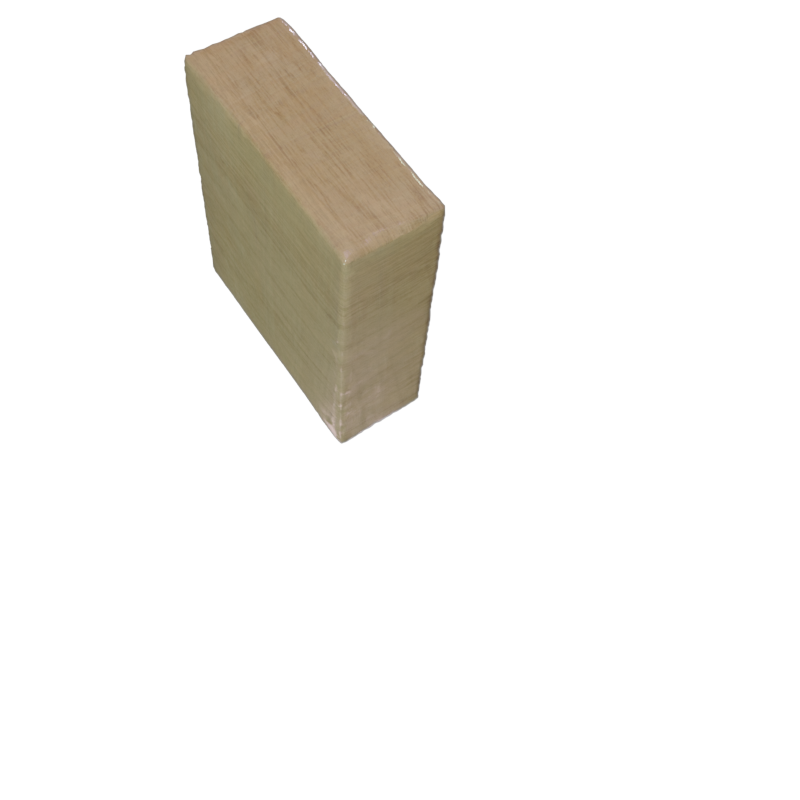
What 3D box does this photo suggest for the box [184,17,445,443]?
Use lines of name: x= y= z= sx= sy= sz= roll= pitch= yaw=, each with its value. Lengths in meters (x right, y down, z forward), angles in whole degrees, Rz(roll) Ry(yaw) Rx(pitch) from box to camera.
box: x=-0.052 y=-0.094 z=0.662 sx=0.072 sy=0.175 sz=0.201 roll=-28 pitch=-25 yaw=-18
